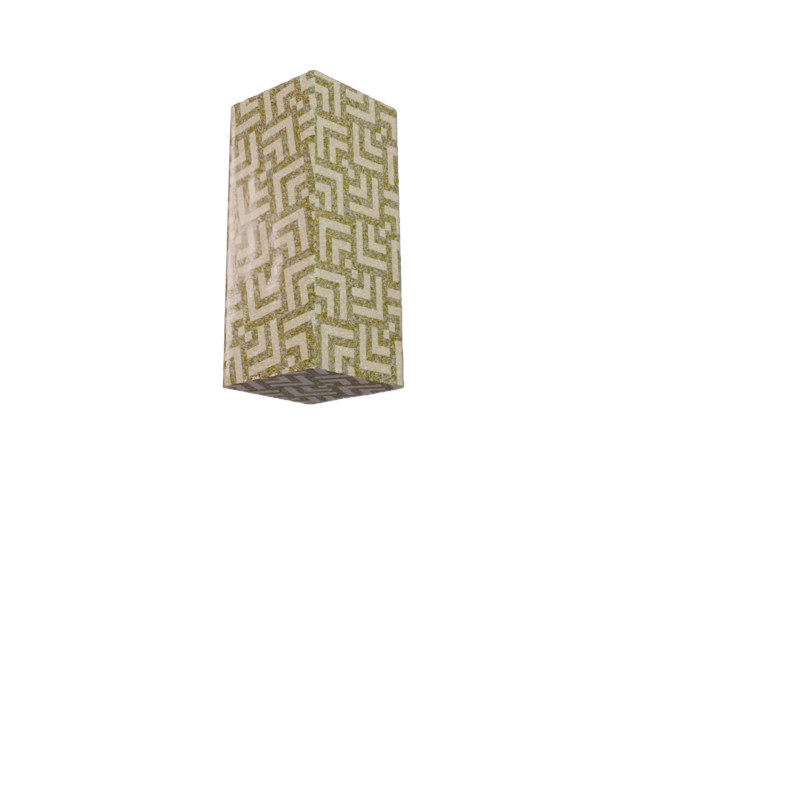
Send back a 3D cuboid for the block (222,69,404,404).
[{"bbox_3d":[-0.061,-0.110,0.772,0.092,0.215,0.085,-16,-22,39],"label":"block"}]
